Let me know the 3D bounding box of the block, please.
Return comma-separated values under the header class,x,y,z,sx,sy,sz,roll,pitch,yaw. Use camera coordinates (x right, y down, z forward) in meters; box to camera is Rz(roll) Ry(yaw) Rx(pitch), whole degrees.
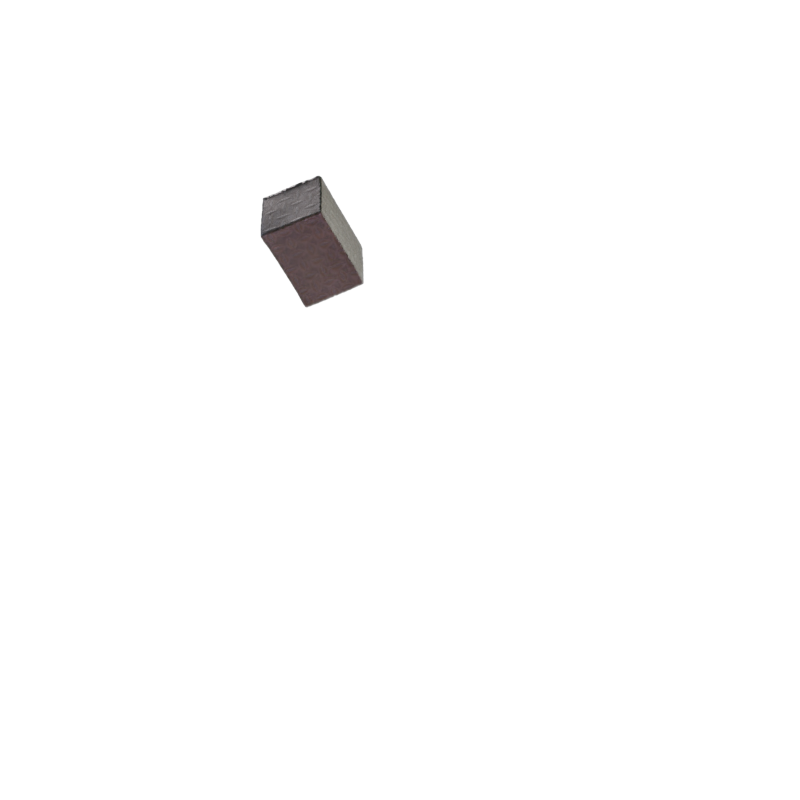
class,x,y,z,sx,sy,sz,roll,pitch,yaw
block,-0.067,-0.122,0.858,0.053,0.072,0.055,-20,37,14
